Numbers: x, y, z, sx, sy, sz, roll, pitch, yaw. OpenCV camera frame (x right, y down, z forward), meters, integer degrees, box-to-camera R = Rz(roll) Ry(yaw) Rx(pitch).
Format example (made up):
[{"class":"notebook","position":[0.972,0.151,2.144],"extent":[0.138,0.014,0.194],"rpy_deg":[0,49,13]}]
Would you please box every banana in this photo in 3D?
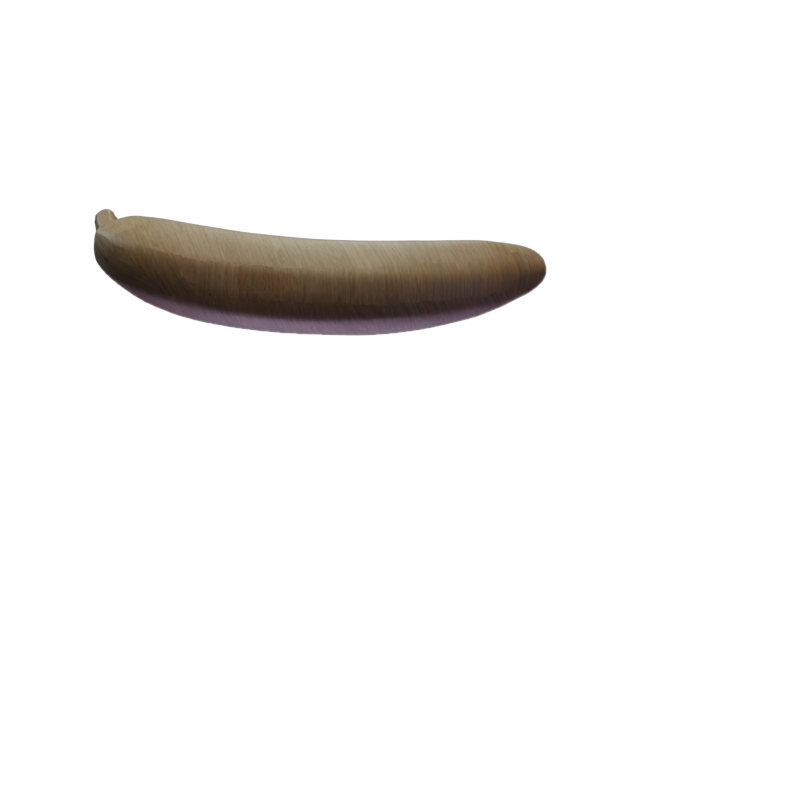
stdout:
[{"class":"banana","position":[-0.043,-0.054,0.444],"extent":[0.201,0.034,0.073],"rpy_deg":[9,39,11]}]
